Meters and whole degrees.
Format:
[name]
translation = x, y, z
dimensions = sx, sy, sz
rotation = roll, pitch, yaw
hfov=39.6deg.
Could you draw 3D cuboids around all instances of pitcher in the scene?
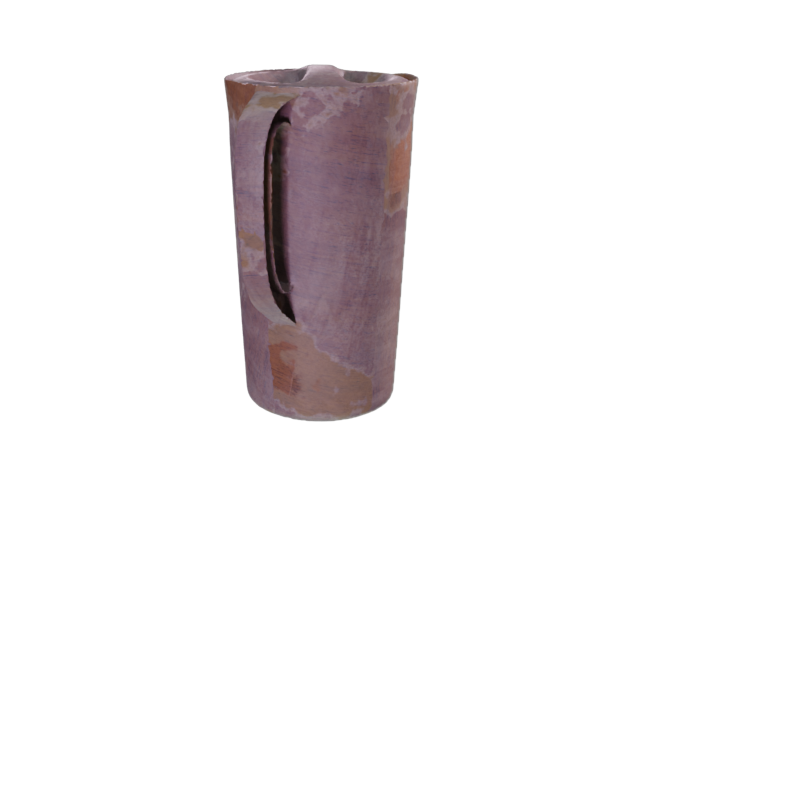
[pitcher]
translation = -0.061, -0.111, 0.778
dimensions = 0.146, 0.235, 0.153
rotation = -6, 17, -23
